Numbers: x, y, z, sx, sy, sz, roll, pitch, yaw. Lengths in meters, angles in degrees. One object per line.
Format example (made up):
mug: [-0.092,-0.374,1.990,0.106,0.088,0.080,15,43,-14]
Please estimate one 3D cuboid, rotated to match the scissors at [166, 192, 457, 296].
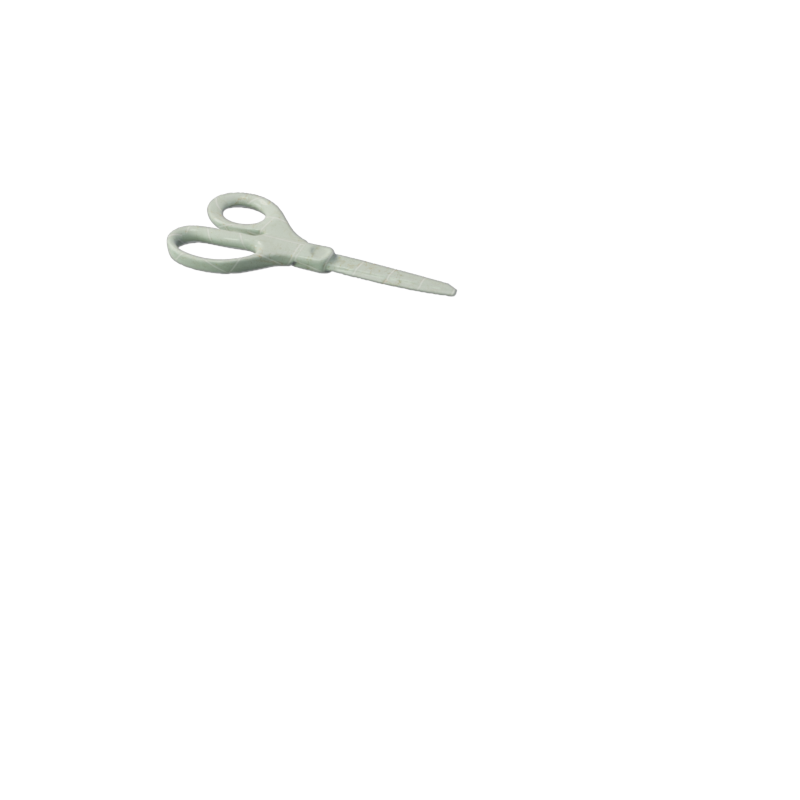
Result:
scissors: [-0.061,-0.111,0.777,0.203,0.015,0.102,4,41,5]
